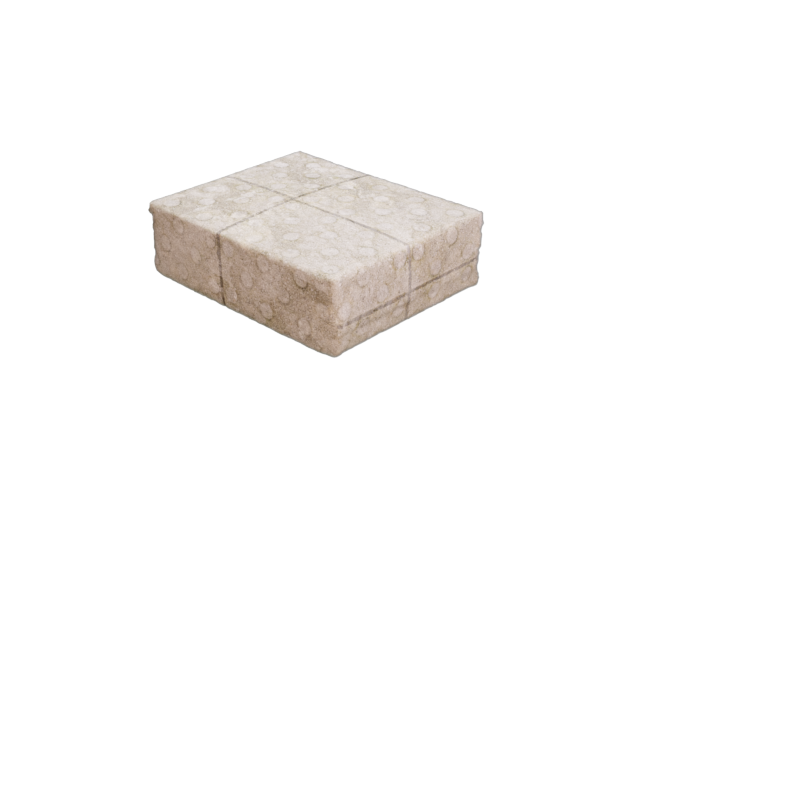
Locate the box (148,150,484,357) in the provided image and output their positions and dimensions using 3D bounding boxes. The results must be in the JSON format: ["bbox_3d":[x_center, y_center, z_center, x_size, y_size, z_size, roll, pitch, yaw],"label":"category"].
[{"bbox_3d":[-0.037,-0.067,0.467,0.121,0.037,0.089,27,41,36],"label":"box"}]
